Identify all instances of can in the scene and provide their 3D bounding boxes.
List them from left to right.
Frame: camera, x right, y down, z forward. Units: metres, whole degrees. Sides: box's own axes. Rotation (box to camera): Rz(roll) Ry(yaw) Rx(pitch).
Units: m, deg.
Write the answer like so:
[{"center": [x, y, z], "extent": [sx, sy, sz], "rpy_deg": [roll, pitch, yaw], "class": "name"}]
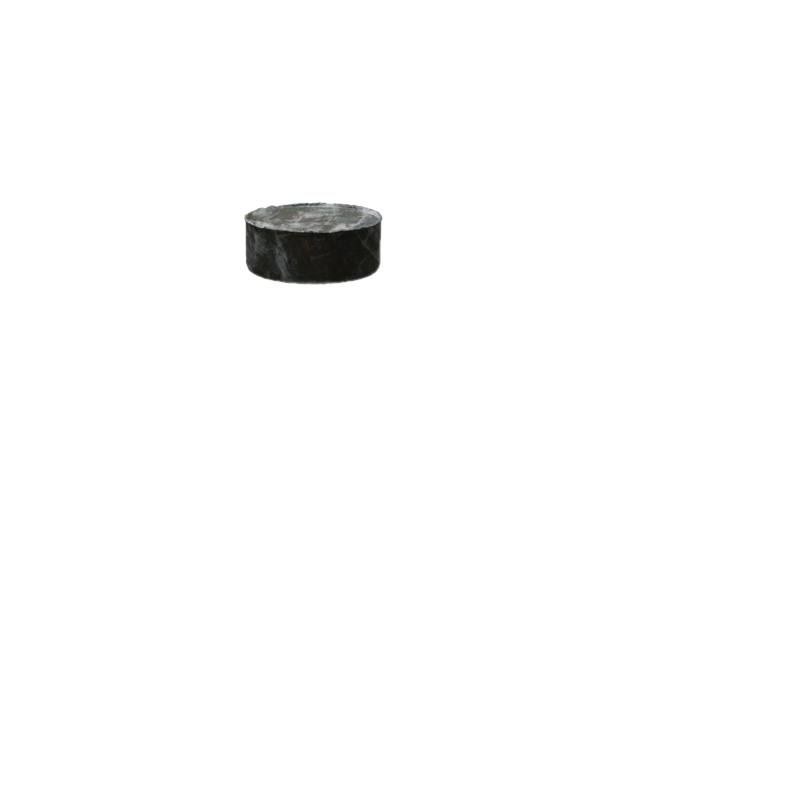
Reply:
[{"center": [-0.054, -0.099, 0.691], "extent": [0.086, 0.032, 0.089], "rpy_deg": [-1, 20, -2], "class": "can"}]
